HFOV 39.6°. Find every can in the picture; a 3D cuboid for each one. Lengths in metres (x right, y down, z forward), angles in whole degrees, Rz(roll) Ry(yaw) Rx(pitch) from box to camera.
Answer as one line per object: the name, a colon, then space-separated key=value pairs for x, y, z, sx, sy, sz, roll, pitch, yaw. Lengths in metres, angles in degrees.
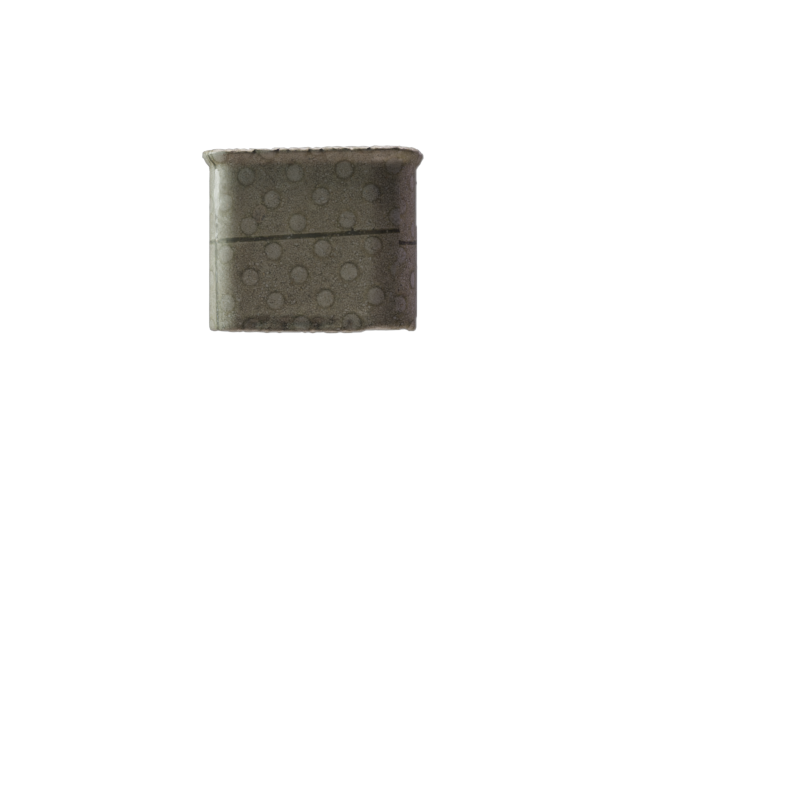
can: x=-0.041 y=-0.074 z=0.521 sx=0.103 sy=0.084 sz=0.057 roll=0 pitch=0 yaw=10
